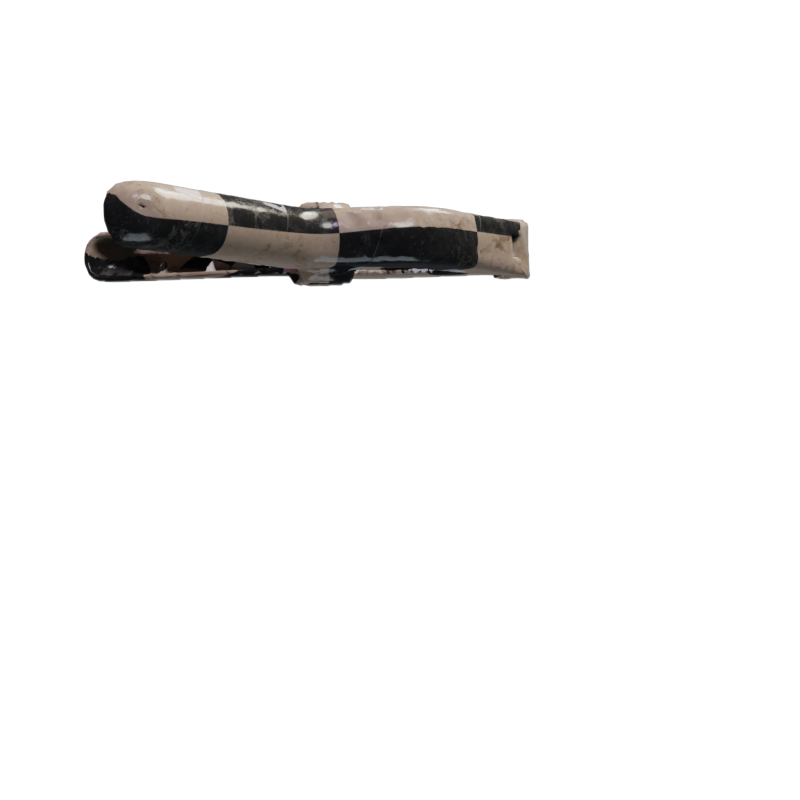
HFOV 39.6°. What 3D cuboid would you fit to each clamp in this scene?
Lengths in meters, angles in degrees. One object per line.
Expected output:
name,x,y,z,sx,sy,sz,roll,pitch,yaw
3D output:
clamp,-0.038,-0.070,0.490,0.208,0.037,0.165,0,1,-9
